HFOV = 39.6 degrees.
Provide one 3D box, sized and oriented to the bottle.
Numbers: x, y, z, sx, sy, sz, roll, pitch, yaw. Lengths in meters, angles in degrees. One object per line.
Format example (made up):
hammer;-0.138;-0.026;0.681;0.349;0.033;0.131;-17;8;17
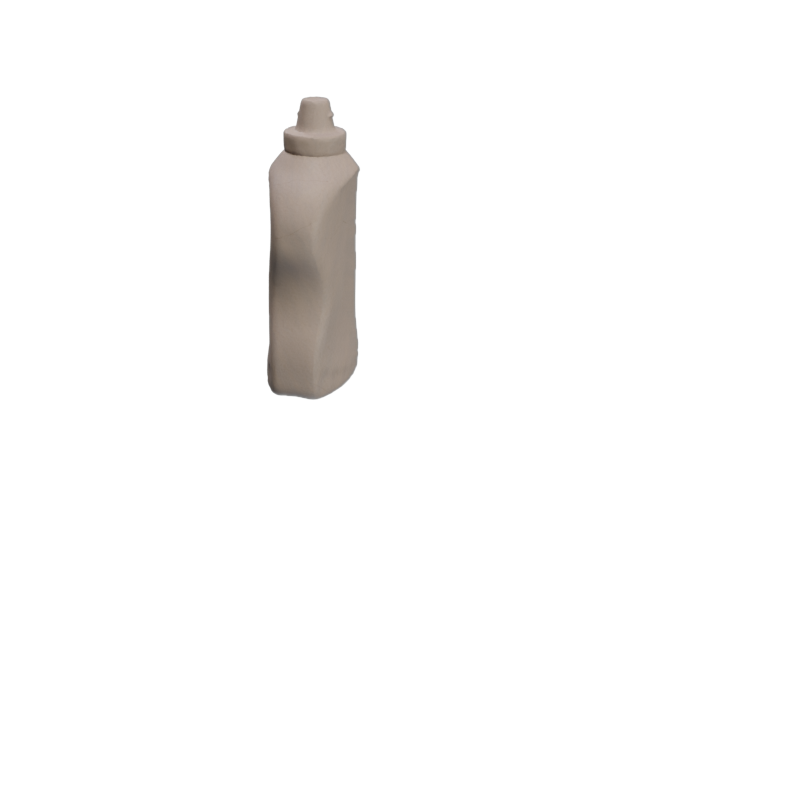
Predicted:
bottle;-0.057;-0.105;0.737;0.060;0.184;0.098;6;20;14
